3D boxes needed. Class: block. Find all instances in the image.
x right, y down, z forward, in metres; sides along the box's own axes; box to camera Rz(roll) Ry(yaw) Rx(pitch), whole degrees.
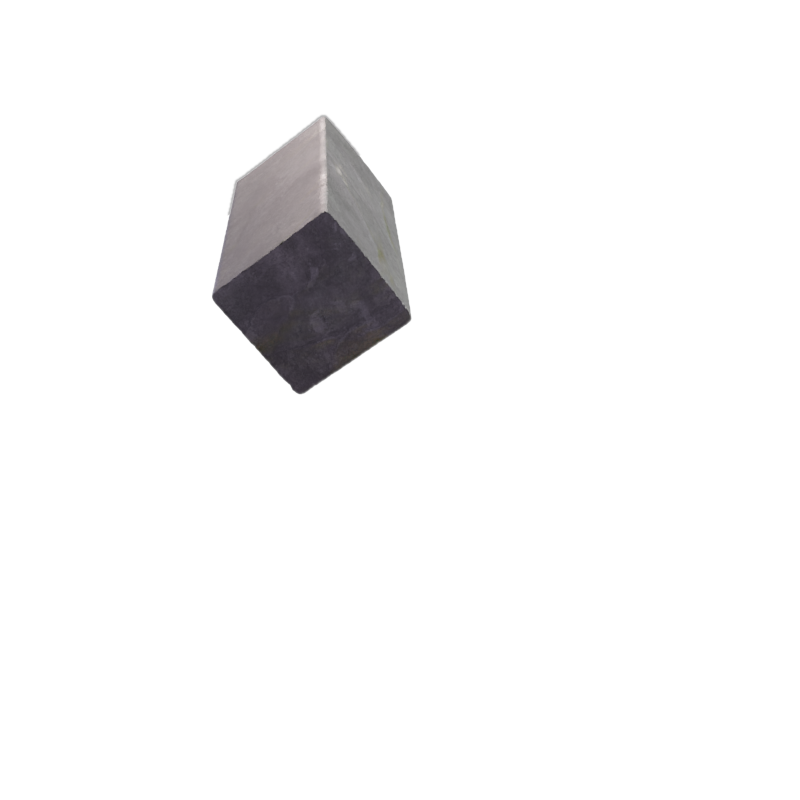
[{"bbox_3d":[-0.059,-0.108,0.756,0.090,0.086,0.218,-34,25,14],"label":"block"}]
